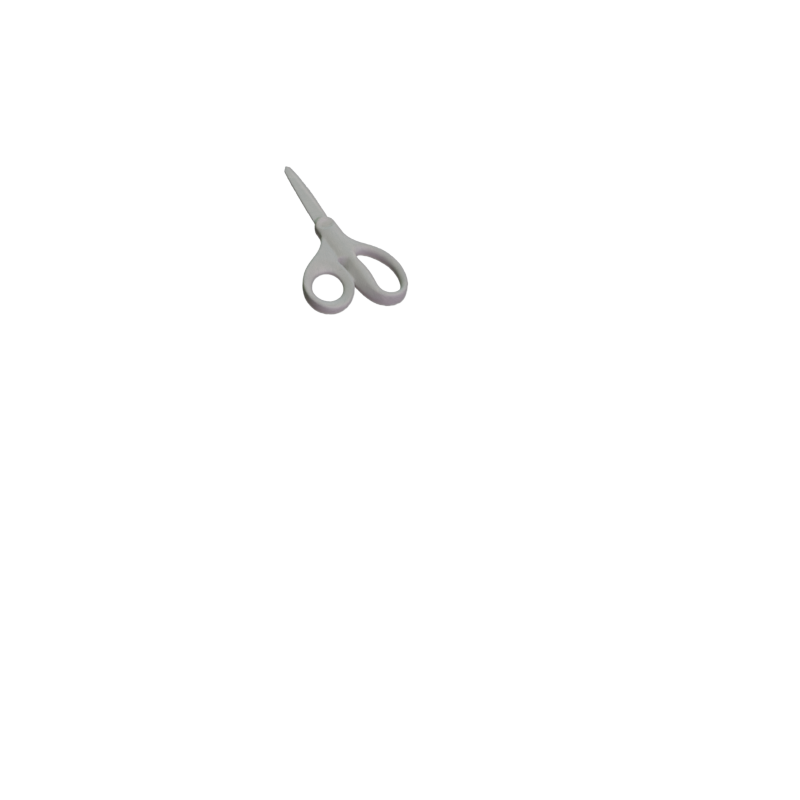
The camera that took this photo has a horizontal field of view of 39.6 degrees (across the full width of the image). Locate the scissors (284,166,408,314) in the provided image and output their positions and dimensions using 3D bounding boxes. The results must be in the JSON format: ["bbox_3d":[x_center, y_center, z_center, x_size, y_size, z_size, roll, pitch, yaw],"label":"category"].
[{"bbox_3d":[-0.076,-0.139,0.974,0.096,0.015,0.217,-29,52,-26],"label":"scissors"}]
